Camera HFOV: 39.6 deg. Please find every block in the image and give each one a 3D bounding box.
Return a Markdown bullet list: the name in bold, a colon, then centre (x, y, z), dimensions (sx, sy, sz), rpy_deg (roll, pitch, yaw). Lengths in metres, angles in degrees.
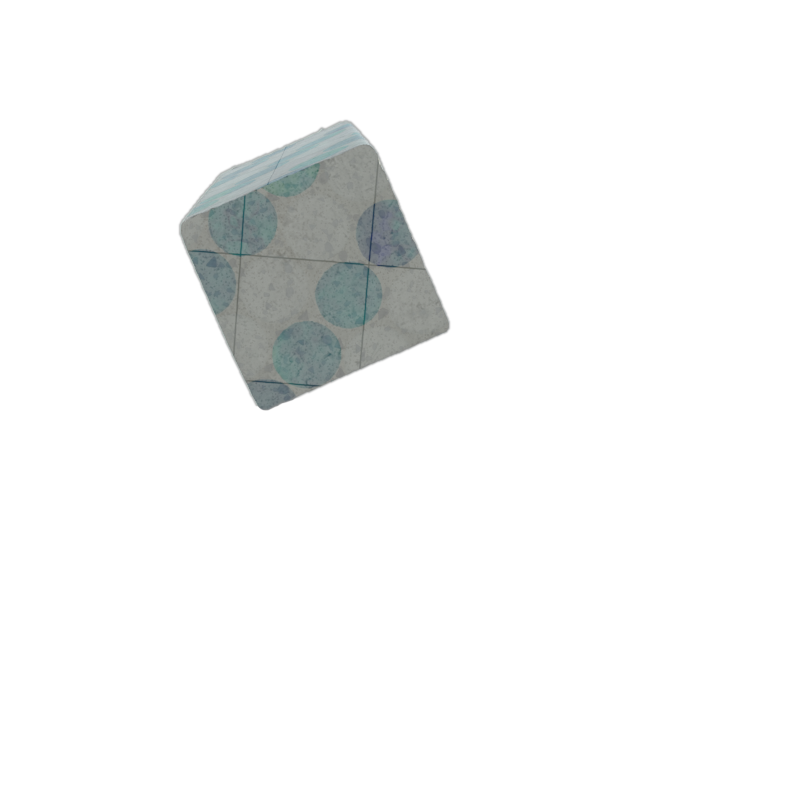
- **block**: centre (-0.045, -0.081, 0.562), dimensions (0.091, 0.087, 0.213), rpy_deg (-23, 16, 3)
